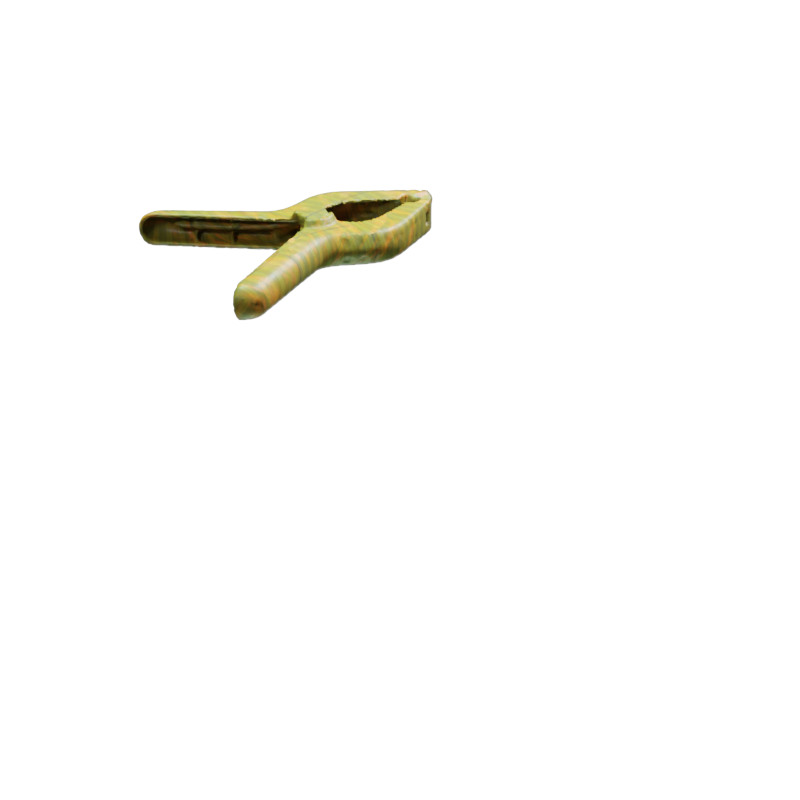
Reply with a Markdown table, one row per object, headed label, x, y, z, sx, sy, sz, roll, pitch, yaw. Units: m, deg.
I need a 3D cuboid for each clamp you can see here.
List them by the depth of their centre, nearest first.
| label | x | y | z | sx | sy | sz | roll | pitch | yaw |
| --- | --- | --- | --- | --- | --- | --- | --- | --- | --- |
| clamp | -0.061 | -0.111 | 0.777 | 0.206 | 0.034 | 0.177 | -13 | 32 | -22 |
